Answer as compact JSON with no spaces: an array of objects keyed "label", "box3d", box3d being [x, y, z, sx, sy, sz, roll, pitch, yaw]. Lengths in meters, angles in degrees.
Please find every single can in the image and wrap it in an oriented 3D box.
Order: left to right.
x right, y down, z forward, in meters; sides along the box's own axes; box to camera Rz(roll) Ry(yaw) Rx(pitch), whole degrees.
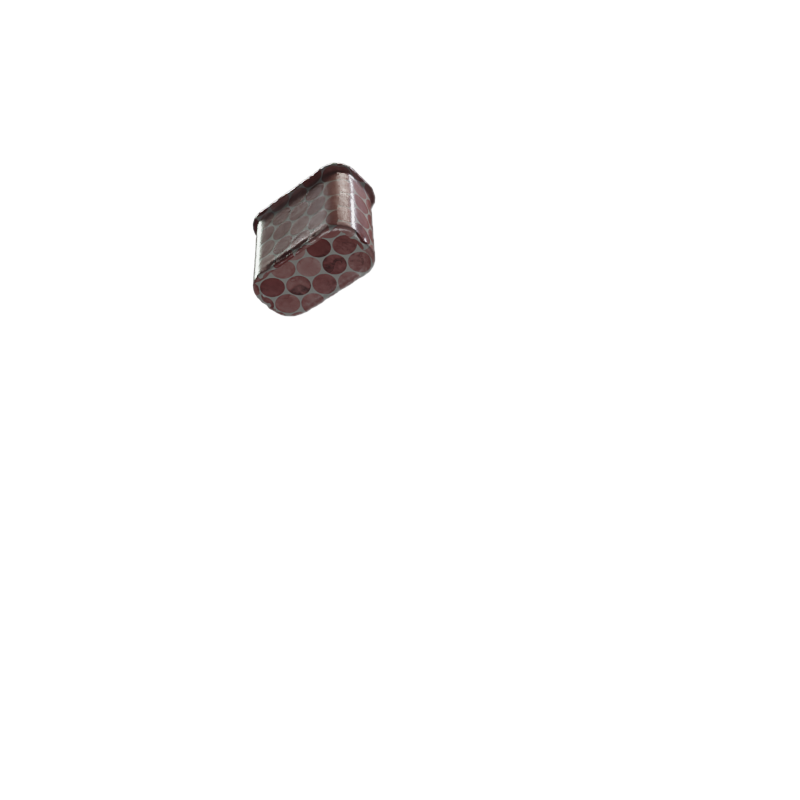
[{"label":"can","box3d":[-0.067,-0.123,0.862,0.101,0.090,0.054,-32,-55,22]}]
